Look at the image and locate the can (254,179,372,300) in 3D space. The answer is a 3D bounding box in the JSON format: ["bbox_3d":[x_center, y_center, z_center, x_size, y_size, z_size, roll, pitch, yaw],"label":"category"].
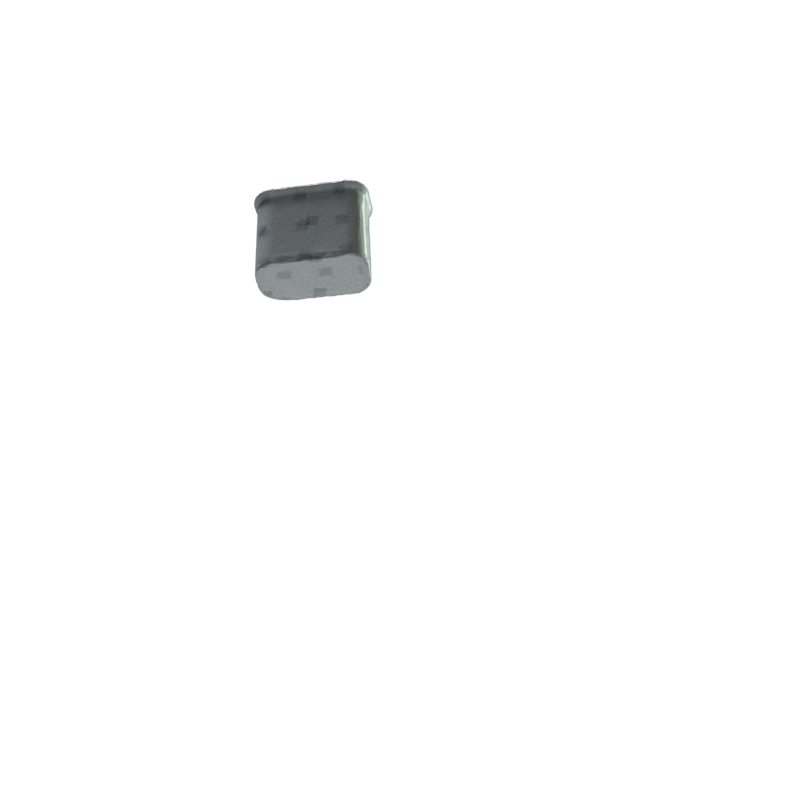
[{"bbox_3d":[-0.074,-0.135,0.948,0.103,0.090,0.053,-6,-37,7],"label":"can"}]
